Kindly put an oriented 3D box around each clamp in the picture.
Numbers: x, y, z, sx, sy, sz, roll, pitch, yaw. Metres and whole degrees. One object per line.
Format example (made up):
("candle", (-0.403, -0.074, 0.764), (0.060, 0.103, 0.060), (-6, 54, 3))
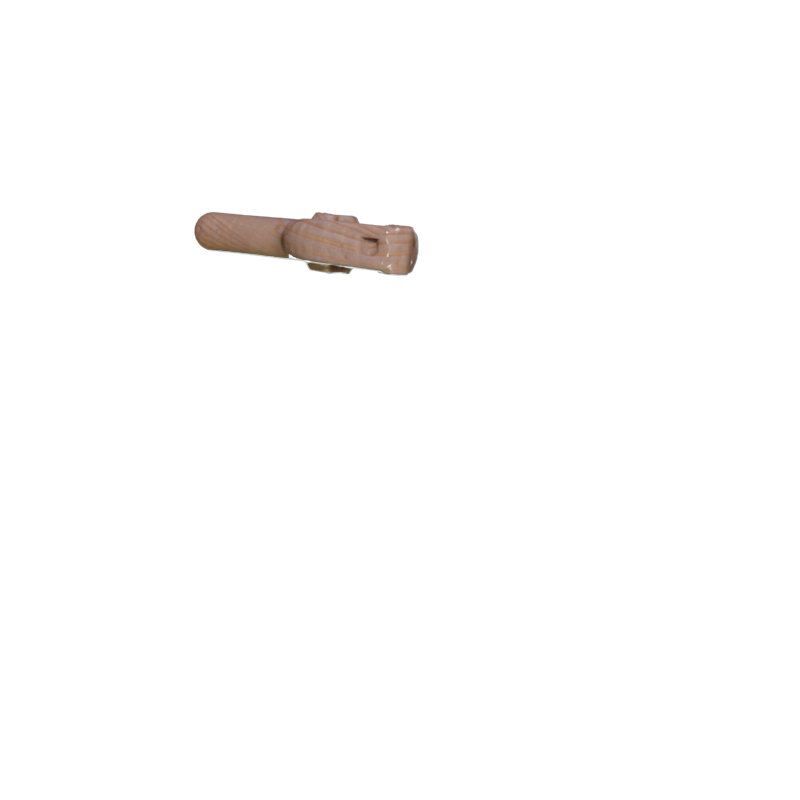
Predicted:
("clamp", (-0.052, -0.095, 0.669), (0.117, 0.039, 0.177), (-3, 7, -21))
